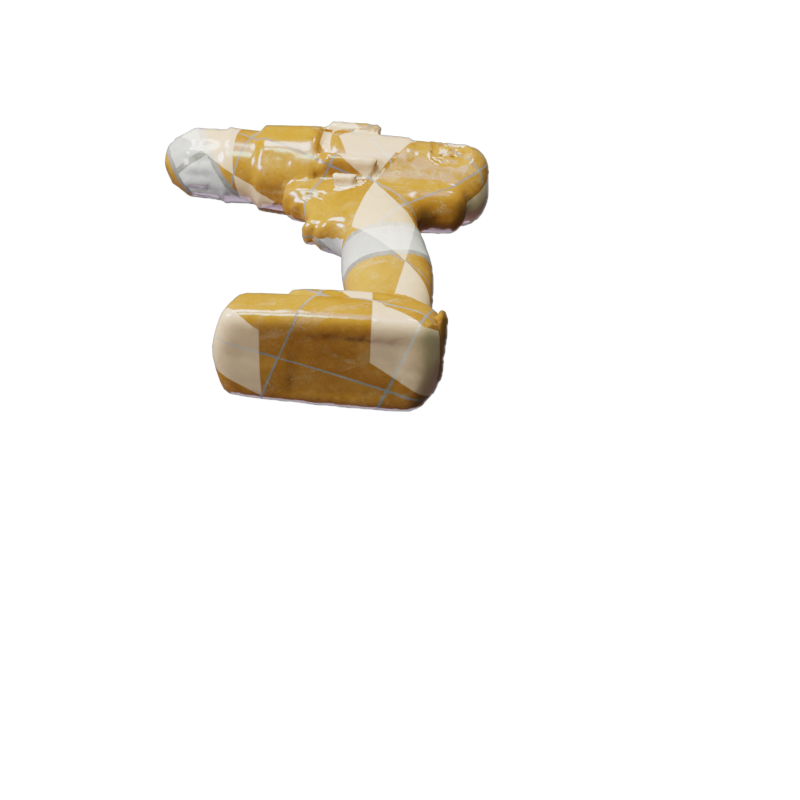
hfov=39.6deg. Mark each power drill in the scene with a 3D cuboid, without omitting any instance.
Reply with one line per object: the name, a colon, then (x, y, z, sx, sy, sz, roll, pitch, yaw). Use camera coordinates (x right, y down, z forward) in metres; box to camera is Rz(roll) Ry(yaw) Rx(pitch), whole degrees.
power drill: (-0.045, -0.082, 0.576, 0.185, 0.053, 0.200, 3, 42, 3)
